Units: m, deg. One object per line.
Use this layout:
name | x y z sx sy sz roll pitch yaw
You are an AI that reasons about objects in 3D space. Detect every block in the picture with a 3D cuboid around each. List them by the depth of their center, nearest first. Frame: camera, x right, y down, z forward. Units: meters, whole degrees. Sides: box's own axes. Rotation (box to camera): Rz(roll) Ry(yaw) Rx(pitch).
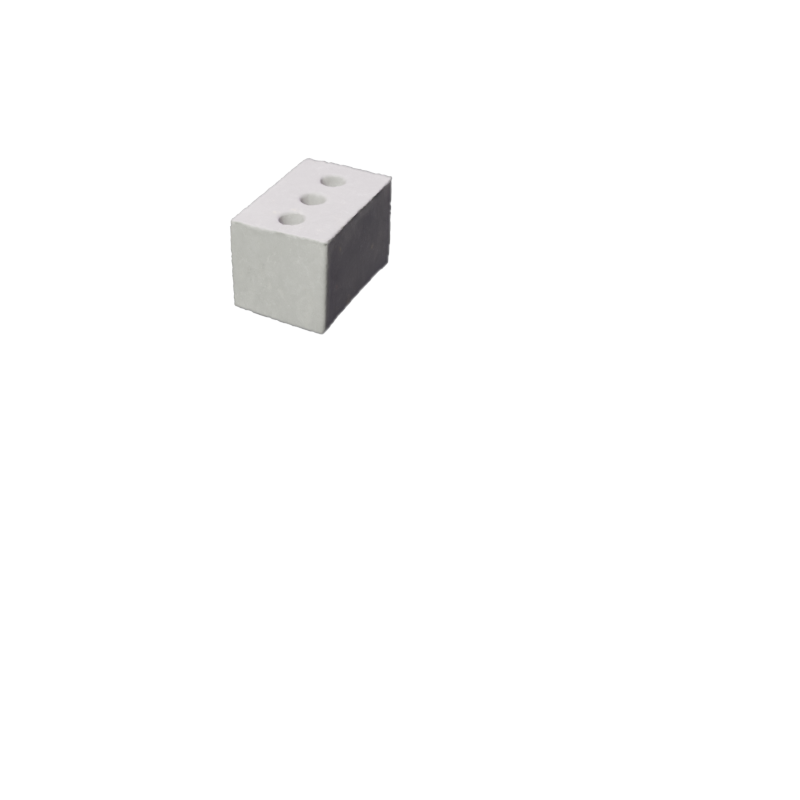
block | -0.044 -0.079 0.556 0.055 0.048 0.080 15 38 19
